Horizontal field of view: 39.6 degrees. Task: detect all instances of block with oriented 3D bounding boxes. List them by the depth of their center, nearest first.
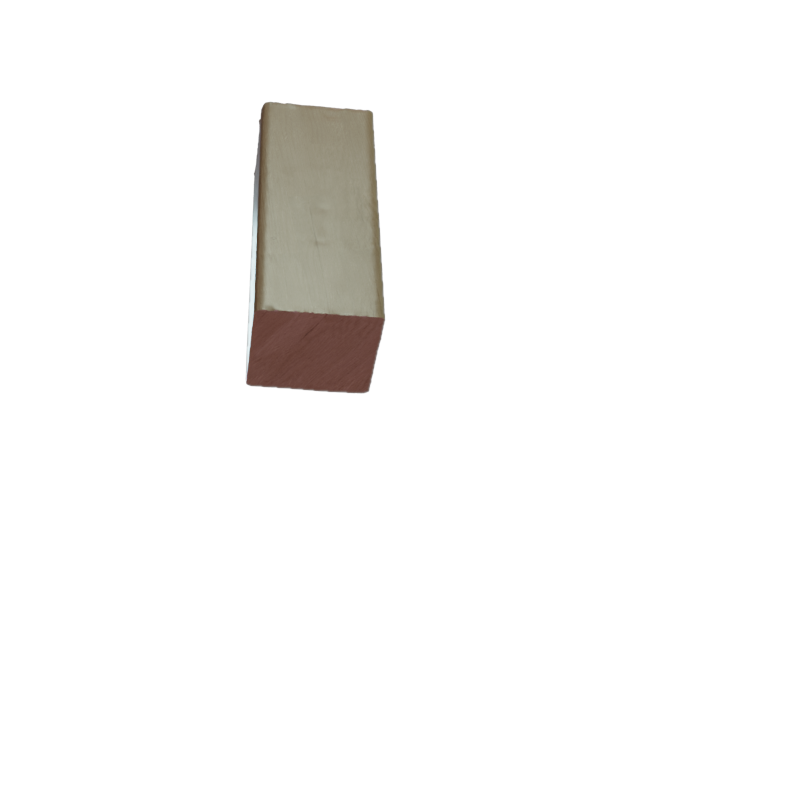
[{"bbox_3d":[-0.065,-0.118,0.824,0.089,0.221,0.085,3,-39,-8],"label":"block"}]
